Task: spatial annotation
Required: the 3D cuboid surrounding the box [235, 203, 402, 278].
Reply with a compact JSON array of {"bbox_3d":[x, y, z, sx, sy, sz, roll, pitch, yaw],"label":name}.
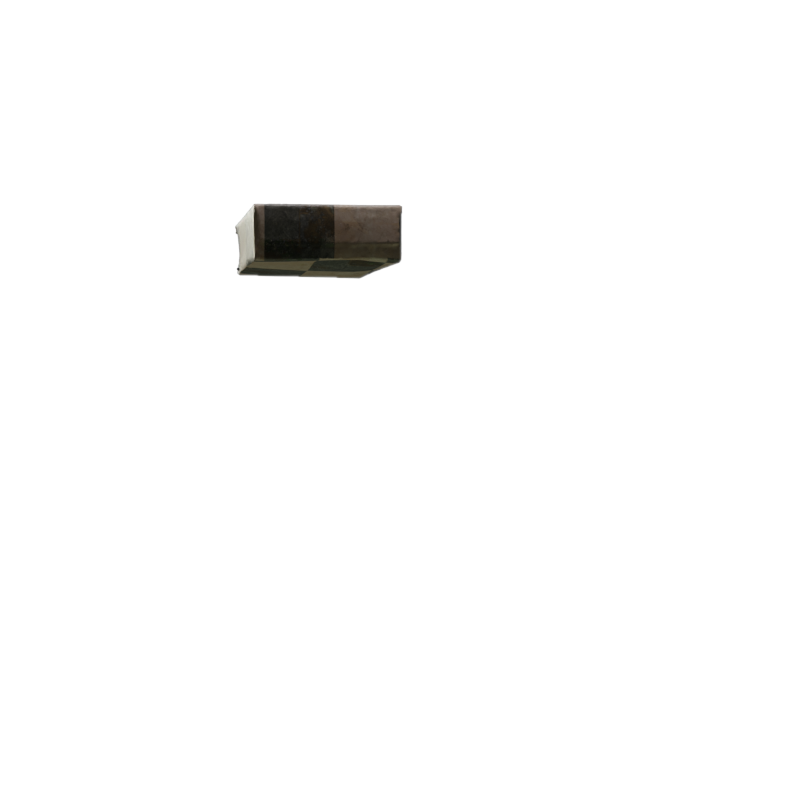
[{"bbox_3d":[-0.055,-0.100,0.700,0.088,0.039,0.114,0,-1,-13],"label":"box"}]
